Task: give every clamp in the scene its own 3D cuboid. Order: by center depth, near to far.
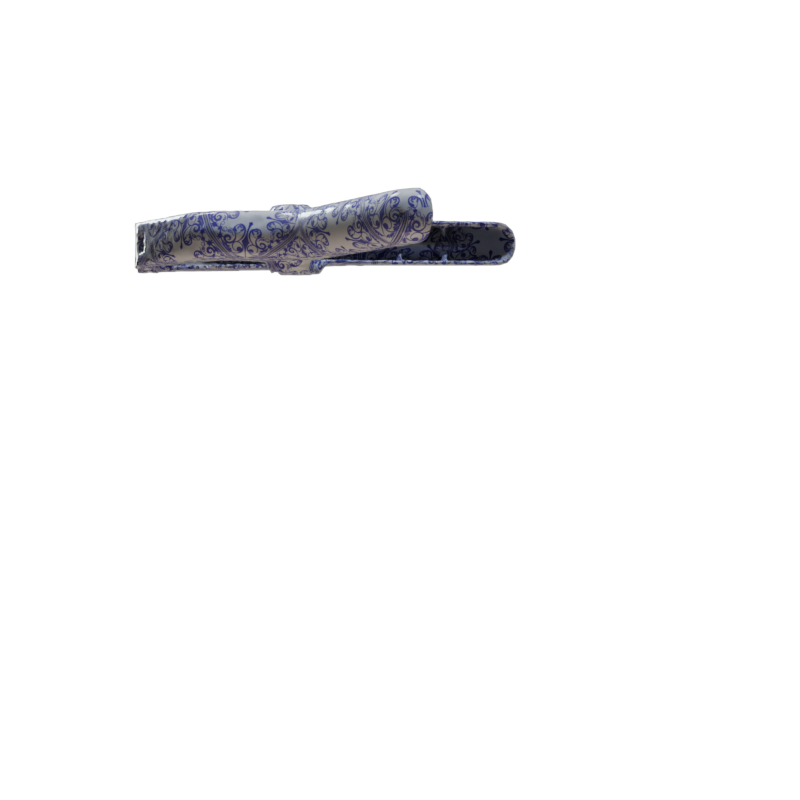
[{"bbox_3d":[-0.047,-0.086,0.604,0.217,0.037,0.158,1,1,29],"label":"clamp"}]
